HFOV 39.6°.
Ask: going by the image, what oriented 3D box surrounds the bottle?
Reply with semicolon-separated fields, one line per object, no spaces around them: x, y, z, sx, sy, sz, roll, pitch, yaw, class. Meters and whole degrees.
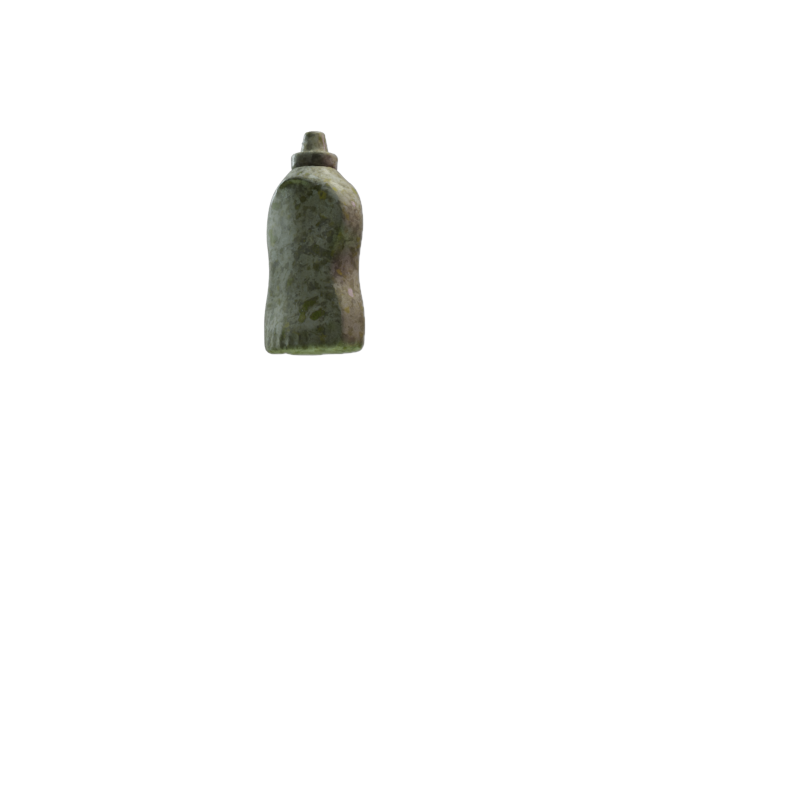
-0.074;-0.136;0.951;0.056;0.196;0.099;7;-10;-44;bottle
